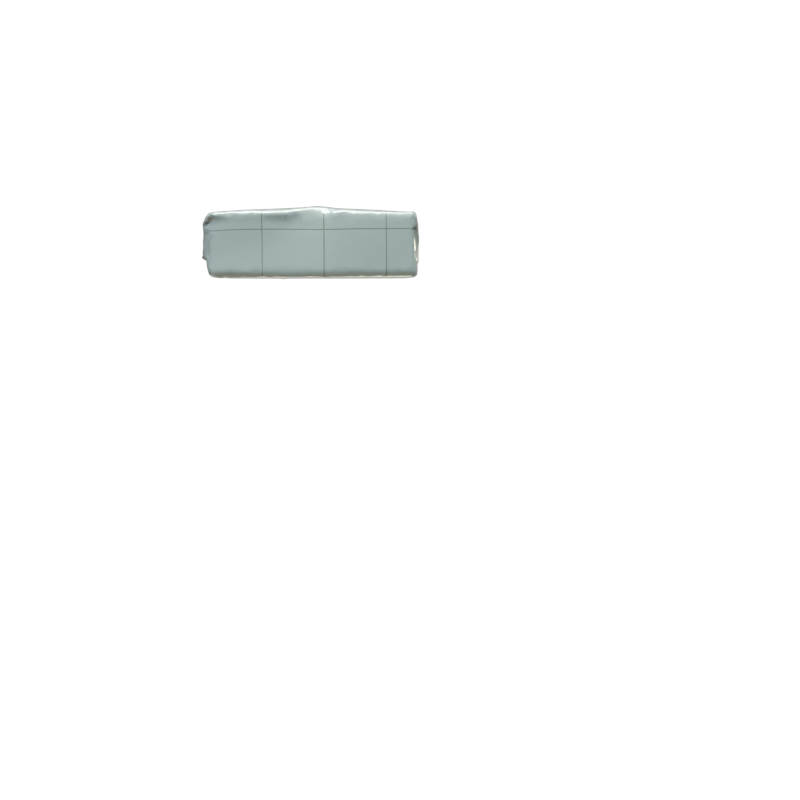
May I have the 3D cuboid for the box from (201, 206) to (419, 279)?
[{"bbox_3d":[-0.038,-0.070,0.488,0.089,0.030,0.074,0,8,0],"label":"box"}]
